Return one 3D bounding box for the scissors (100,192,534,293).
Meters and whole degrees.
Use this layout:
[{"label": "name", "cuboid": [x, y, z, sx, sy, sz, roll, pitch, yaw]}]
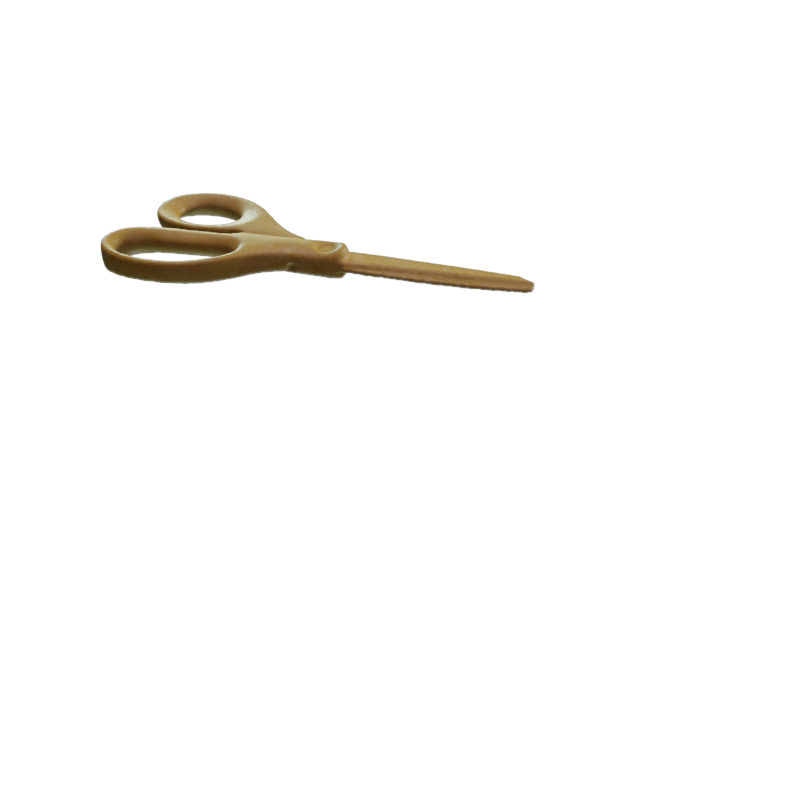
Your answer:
[{"label": "scissors", "cuboid": [-0.042, -0.077, 0.541, 0.202, 0.015, 0.102, 1, 31, 1]}]
